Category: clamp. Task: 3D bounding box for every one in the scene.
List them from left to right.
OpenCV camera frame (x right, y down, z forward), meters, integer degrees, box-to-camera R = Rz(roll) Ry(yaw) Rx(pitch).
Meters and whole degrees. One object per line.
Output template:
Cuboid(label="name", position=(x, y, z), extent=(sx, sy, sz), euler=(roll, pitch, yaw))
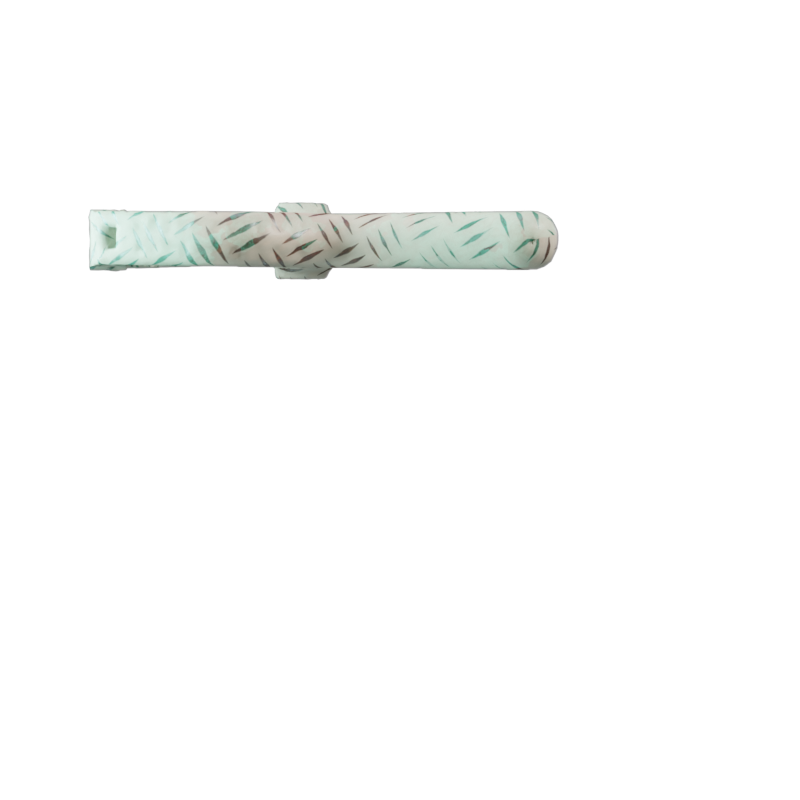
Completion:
Cuboid(label="clamp", position=(-0.042, -0.077, 0.539), extent=(0.210, 0.036, 0.165), euler=(0, 6, 1))
